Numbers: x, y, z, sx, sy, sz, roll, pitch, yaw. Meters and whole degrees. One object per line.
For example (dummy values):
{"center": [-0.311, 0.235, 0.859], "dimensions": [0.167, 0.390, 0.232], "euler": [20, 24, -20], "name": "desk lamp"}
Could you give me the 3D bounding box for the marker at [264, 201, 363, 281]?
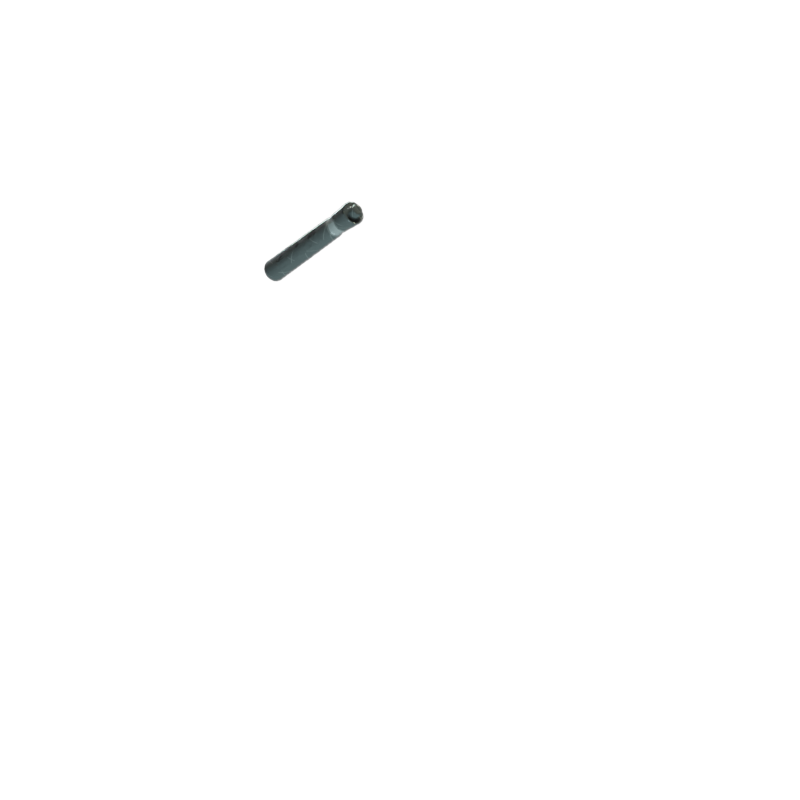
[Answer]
{"center": [-0.068, -0.124, 0.866], "dimensions": [0.019, 0.021, 0.120], "euler": [-3, -16, -39], "name": "marker"}
